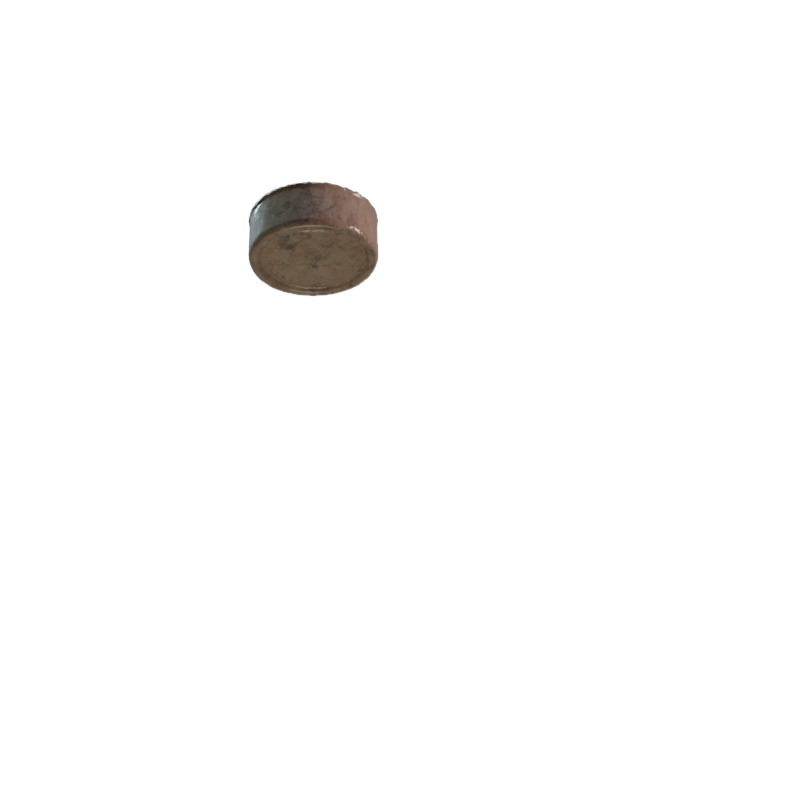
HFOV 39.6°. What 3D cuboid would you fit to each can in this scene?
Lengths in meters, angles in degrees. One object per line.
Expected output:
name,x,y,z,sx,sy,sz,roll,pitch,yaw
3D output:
can,-0.057,-0.104,0.727,0.086,0.036,0.081,1,-30,-2
